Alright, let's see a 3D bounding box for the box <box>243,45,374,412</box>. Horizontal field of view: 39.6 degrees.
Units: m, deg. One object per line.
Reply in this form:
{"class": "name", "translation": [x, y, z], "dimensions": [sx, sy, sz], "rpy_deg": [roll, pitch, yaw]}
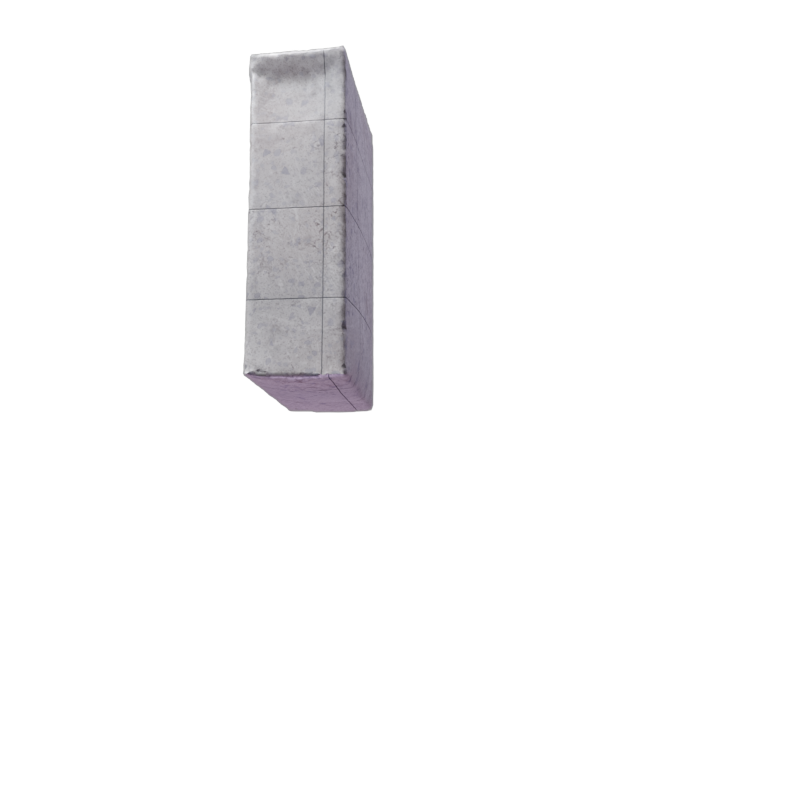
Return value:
{"class": "box", "translation": [-0.059, -0.108, 0.753], "dimensions": [0.072, 0.221, 0.158], "rpy_deg": [-2, -13, 5]}
